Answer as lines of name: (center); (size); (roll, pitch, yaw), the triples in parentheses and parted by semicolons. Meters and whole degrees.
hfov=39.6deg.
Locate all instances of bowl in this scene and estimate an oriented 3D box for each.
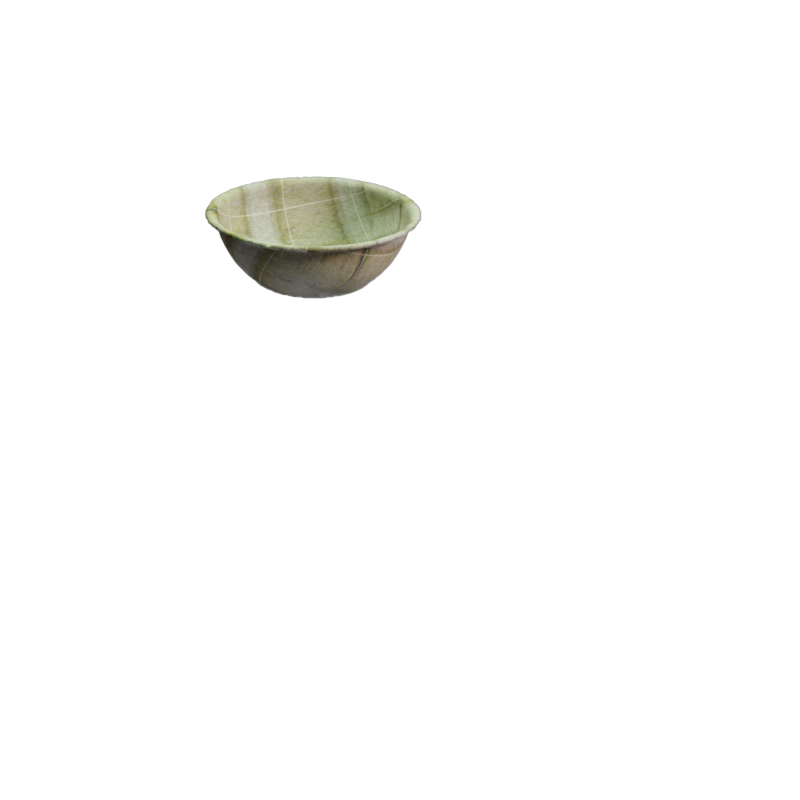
bowl: (-0.066, -0.120, 0.840); (0.162, 0.052, 0.171); (-1, 28, -2)
